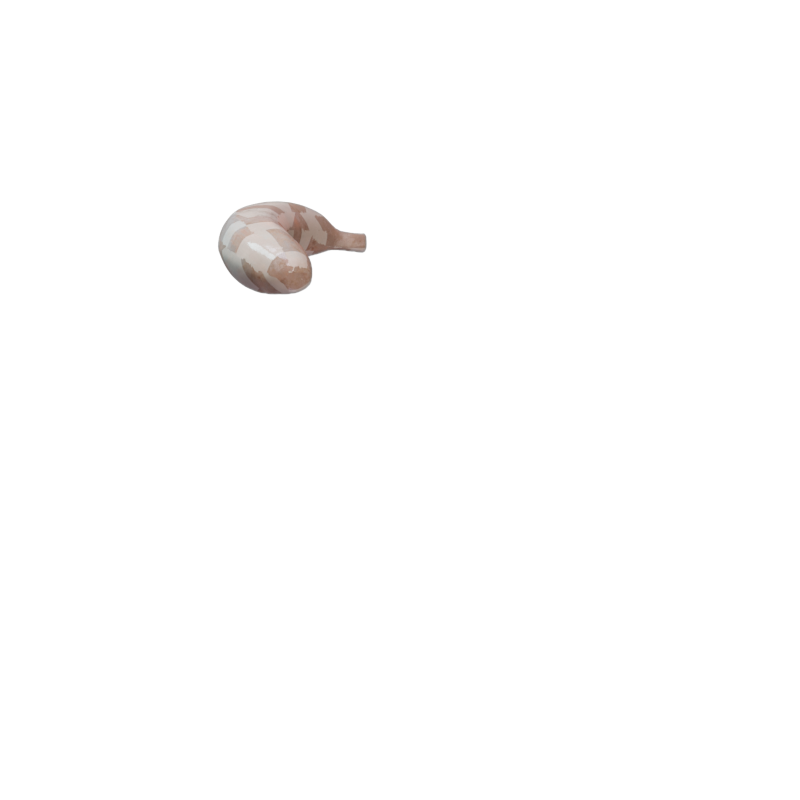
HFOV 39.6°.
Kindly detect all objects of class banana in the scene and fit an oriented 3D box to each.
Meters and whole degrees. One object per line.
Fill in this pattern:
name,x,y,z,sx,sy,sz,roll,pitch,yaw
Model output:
banana,-0.065,-0.088,0.609,0.070,0.036,0.200,2,15,7
